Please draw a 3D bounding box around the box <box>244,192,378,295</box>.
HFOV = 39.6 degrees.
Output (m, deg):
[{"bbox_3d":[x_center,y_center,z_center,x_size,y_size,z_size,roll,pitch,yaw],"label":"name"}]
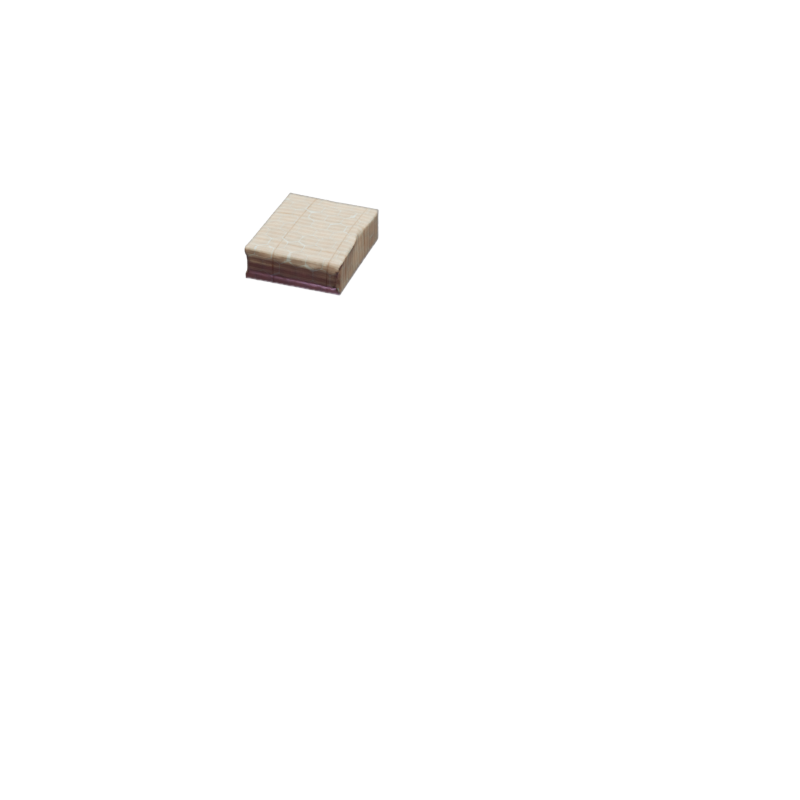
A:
[{"bbox_3d":[-0.063,-0.116,0.810,0.075,0.028,0.093,12,37,15],"label":"box"}]
